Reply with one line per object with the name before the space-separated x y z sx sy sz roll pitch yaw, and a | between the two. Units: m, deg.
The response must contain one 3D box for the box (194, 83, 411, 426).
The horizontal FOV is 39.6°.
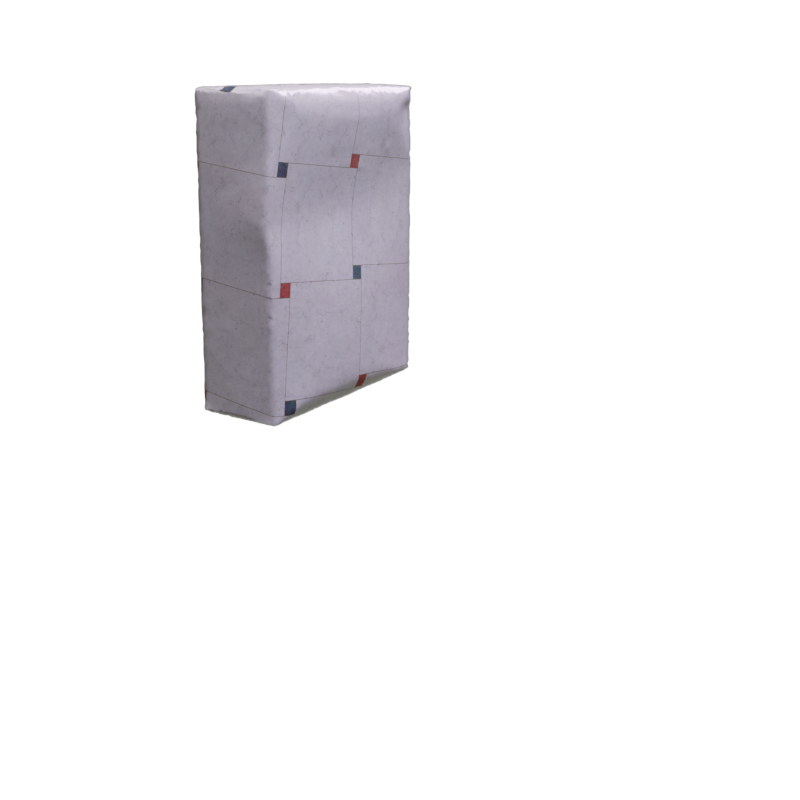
box | -0.059 -0.109 0.760 0.075 0.209 0.161 7 14 33
